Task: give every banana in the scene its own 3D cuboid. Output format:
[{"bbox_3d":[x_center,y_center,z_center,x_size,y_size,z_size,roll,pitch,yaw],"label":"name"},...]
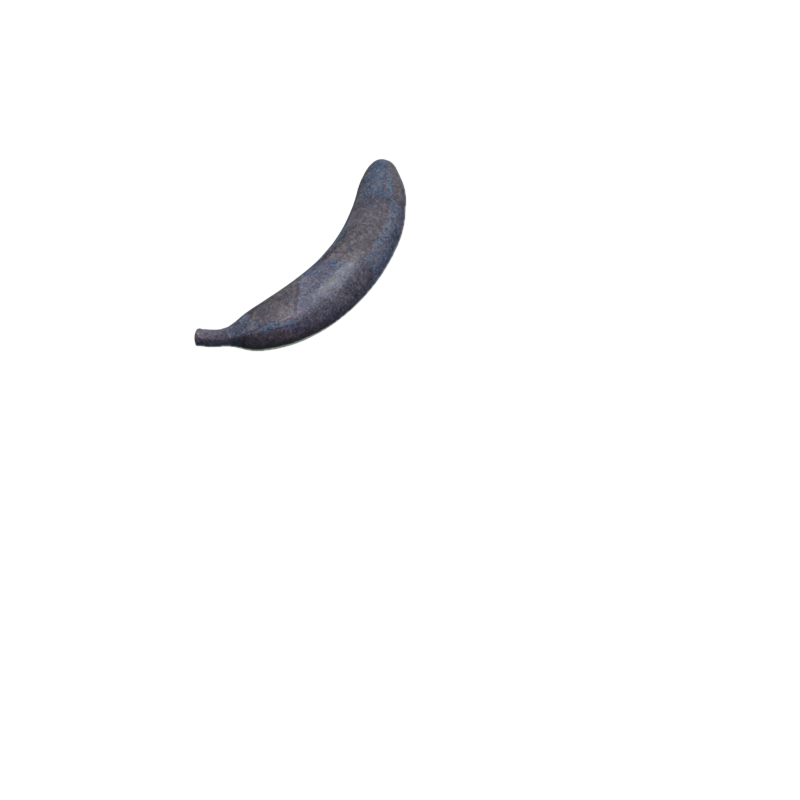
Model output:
[{"bbox_3d":[-0.043,-0.091,0.708,0.073,0.034,0.202,29,55,21],"label":"banana"}]
